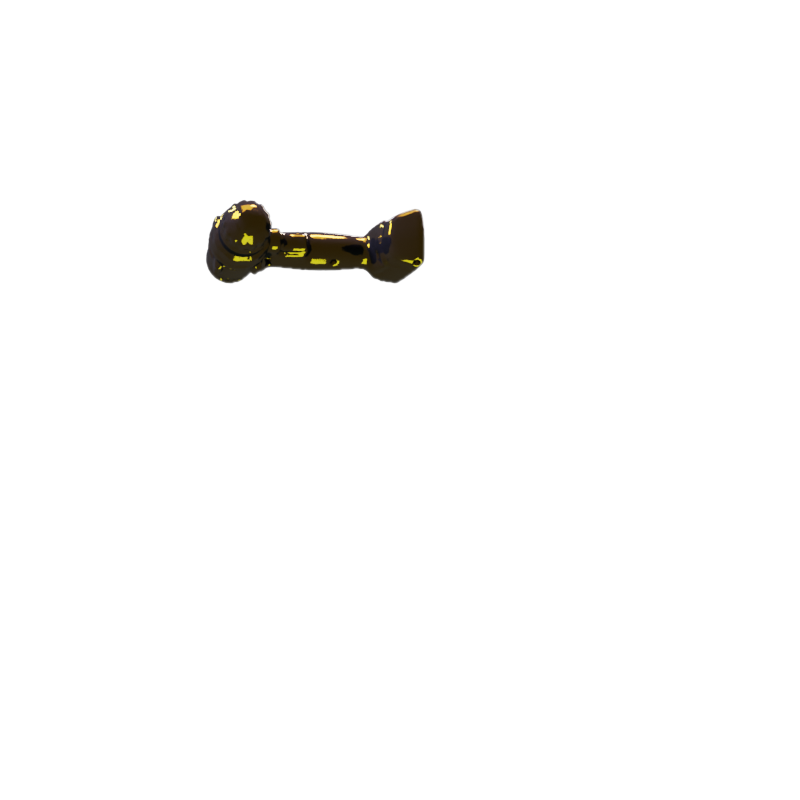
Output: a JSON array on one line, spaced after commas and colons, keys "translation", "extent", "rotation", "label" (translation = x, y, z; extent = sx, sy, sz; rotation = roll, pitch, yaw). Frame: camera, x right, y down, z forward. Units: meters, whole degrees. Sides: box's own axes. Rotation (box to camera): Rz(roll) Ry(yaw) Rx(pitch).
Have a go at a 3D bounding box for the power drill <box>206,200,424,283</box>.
[{"translation": [-0.077, -0.141, 0.988], "extent": [0.185, 0.058, 0.184], "rotation": [1, -3, -12], "label": "power drill"}]
